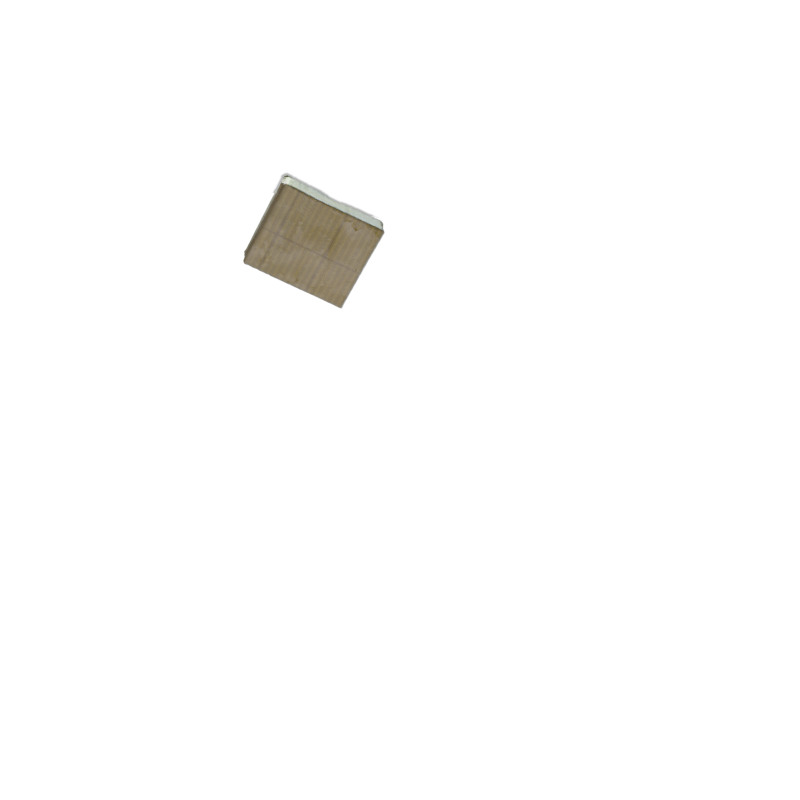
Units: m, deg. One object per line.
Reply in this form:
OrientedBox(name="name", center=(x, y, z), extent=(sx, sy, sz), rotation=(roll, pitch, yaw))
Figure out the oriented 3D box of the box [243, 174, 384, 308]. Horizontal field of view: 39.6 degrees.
OrientedBox(name="box", center=(-0.068, -0.124, 0.867), extent=(0.087, 0.071, 0.032), rotation=(26, 19, -10))
